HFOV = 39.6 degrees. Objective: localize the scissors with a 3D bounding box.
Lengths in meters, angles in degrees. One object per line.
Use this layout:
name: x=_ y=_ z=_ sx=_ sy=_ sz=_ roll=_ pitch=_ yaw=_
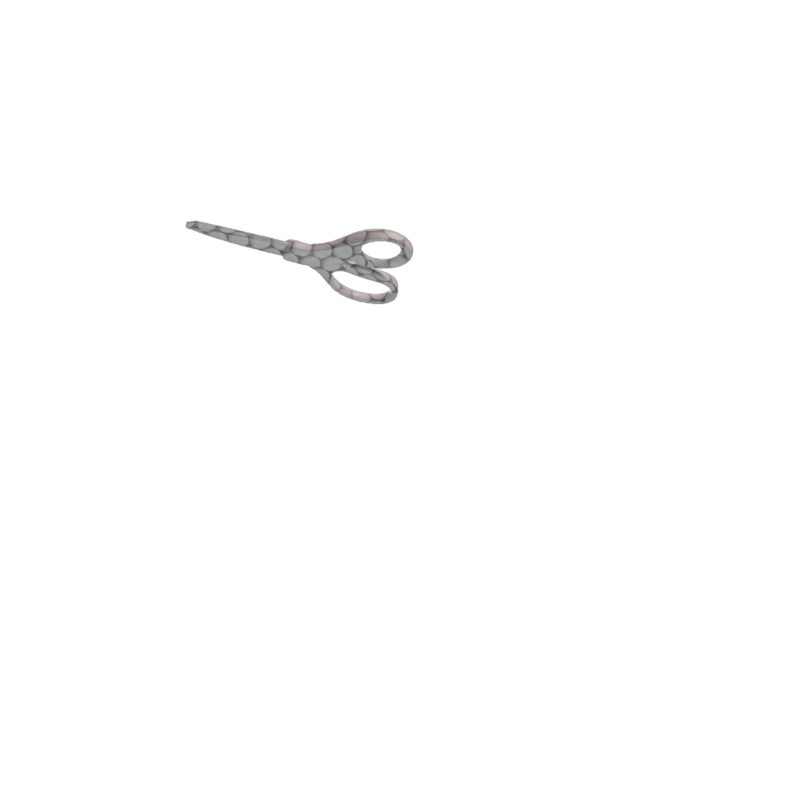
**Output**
scissors: x=-0.075 y=-0.137 z=0.959 sx=0.192 sy=0.017 sz=0.094 roll=24 pitch=-45 yaw=-27
